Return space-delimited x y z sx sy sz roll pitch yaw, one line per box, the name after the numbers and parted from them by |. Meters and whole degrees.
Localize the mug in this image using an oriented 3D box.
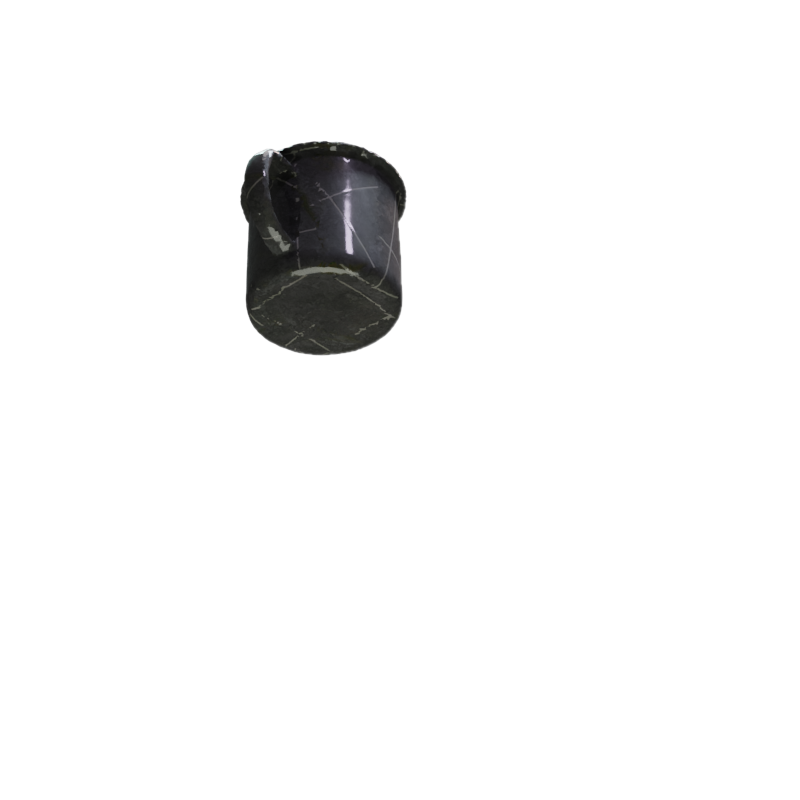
-0.046 -0.084 0.587 0.094 0.087 0.108 -17 -39 20 | mug
